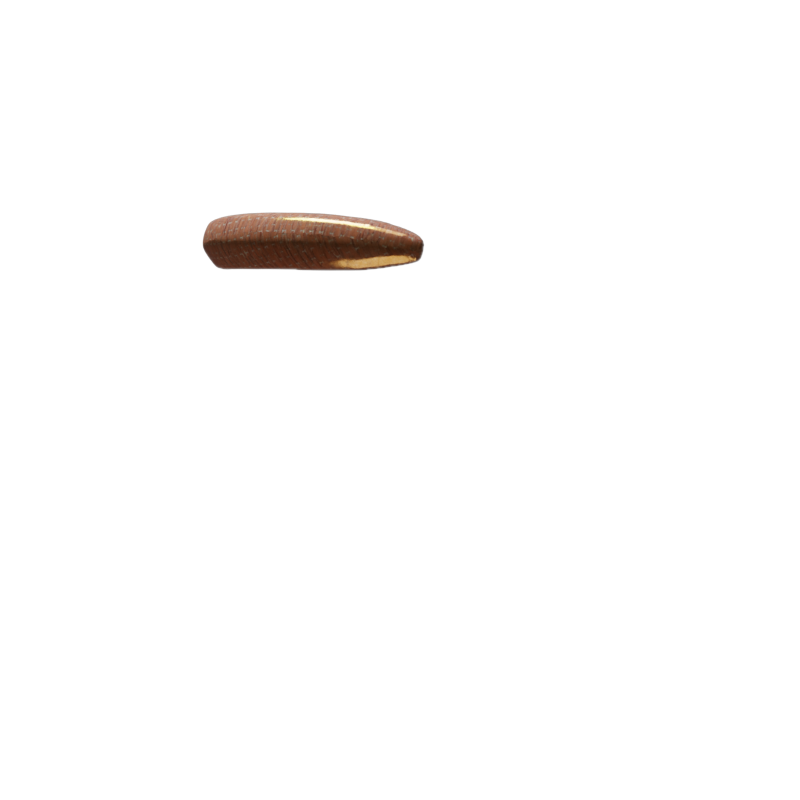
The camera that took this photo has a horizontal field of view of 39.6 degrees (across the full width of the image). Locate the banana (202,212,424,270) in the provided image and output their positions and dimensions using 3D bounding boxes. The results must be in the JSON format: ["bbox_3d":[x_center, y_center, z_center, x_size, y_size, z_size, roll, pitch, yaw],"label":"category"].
[{"bbox_3d":[-0.073,-0.101,0.709,0.067,0.036,0.206,-4,8,-39],"label":"banana"}]
